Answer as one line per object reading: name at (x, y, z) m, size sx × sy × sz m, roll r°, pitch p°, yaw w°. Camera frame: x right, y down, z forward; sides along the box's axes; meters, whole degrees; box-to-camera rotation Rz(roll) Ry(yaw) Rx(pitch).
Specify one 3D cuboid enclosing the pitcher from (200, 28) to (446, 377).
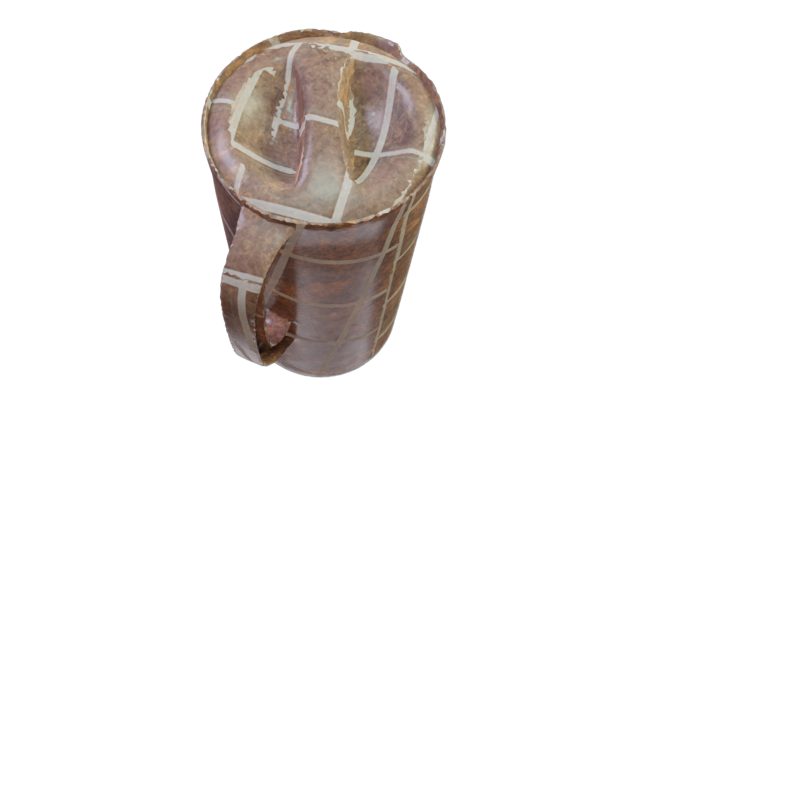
pitcher at (-0.054, -0.099, 0.695) m, size 0.148 × 0.154 × 0.229 m, roll -18°, pitch -23°, yaw -11°
